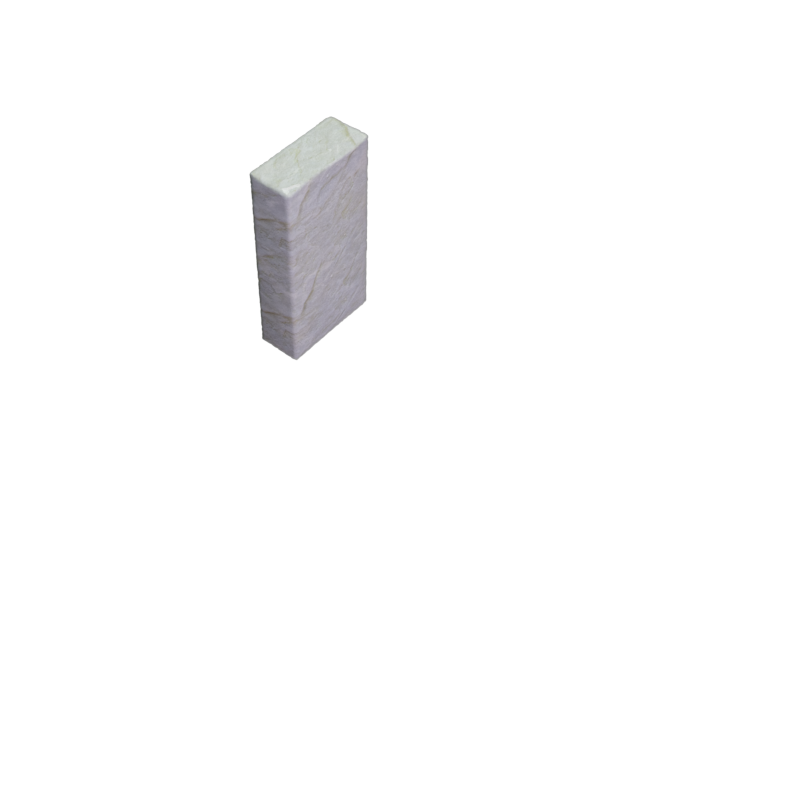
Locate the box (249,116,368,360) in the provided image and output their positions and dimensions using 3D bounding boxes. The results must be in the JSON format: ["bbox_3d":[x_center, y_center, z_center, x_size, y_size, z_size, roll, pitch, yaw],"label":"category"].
[{"bbox_3d":[-0.068,-0.123,0.864,0.051,0.164,0.095,32,54,22],"label":"box"}]
